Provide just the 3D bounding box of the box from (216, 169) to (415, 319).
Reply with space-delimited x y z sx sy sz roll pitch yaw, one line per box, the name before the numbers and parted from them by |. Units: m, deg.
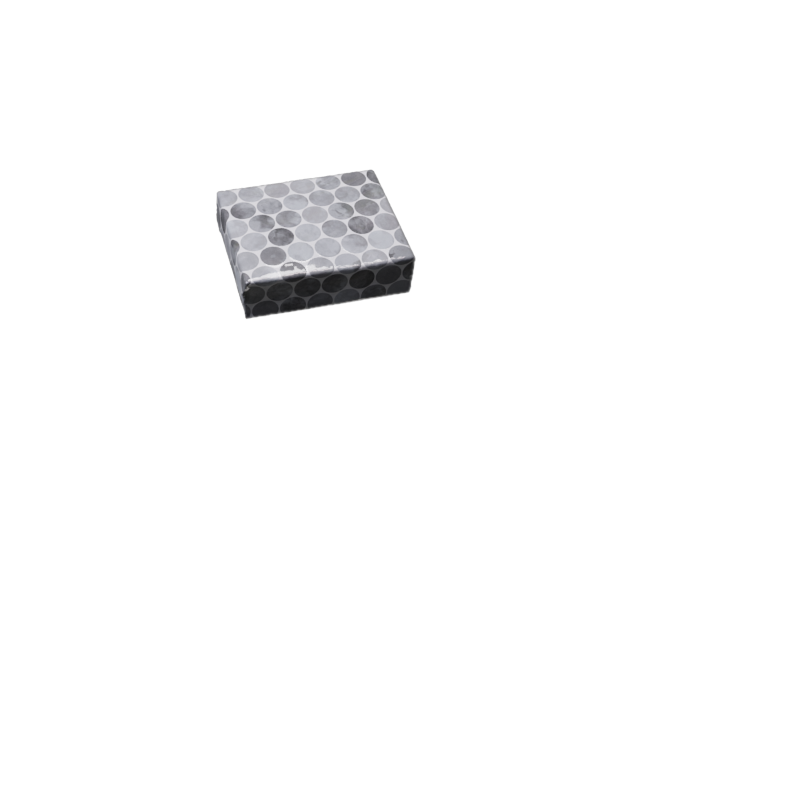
box | -0.057 -0.104 0.726 0.112 0.097 0.036 -12 -42 -12
